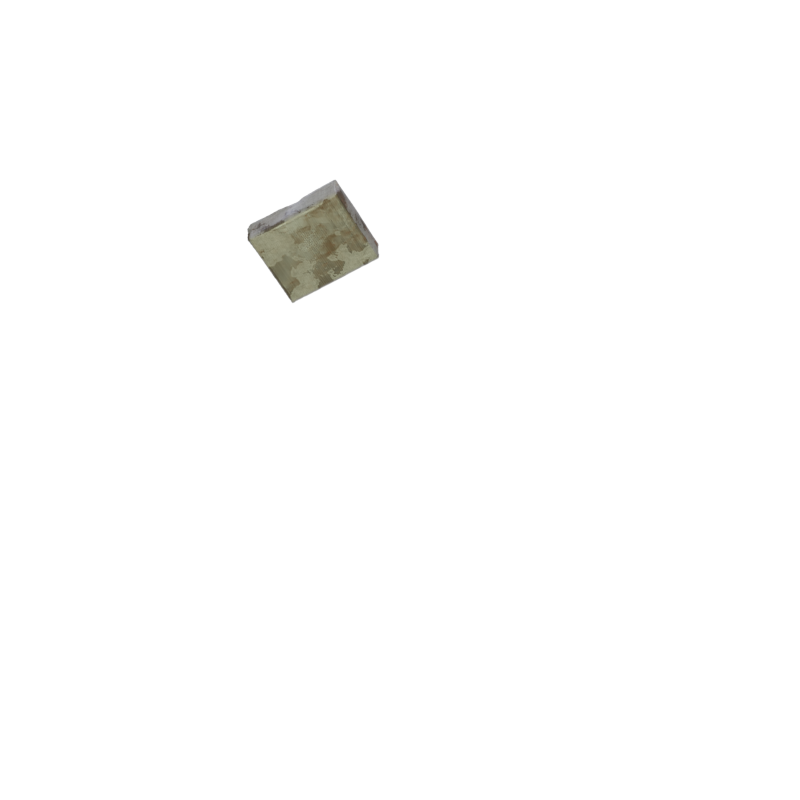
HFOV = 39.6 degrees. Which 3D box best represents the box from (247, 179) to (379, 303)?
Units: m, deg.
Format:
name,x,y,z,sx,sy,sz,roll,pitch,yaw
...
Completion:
name,x,y,z,sx,sy,sz,roll,pitch,yaw
box,-0.074,-0.134,0.939,0.089,0.069,0.032,-26,29,15
